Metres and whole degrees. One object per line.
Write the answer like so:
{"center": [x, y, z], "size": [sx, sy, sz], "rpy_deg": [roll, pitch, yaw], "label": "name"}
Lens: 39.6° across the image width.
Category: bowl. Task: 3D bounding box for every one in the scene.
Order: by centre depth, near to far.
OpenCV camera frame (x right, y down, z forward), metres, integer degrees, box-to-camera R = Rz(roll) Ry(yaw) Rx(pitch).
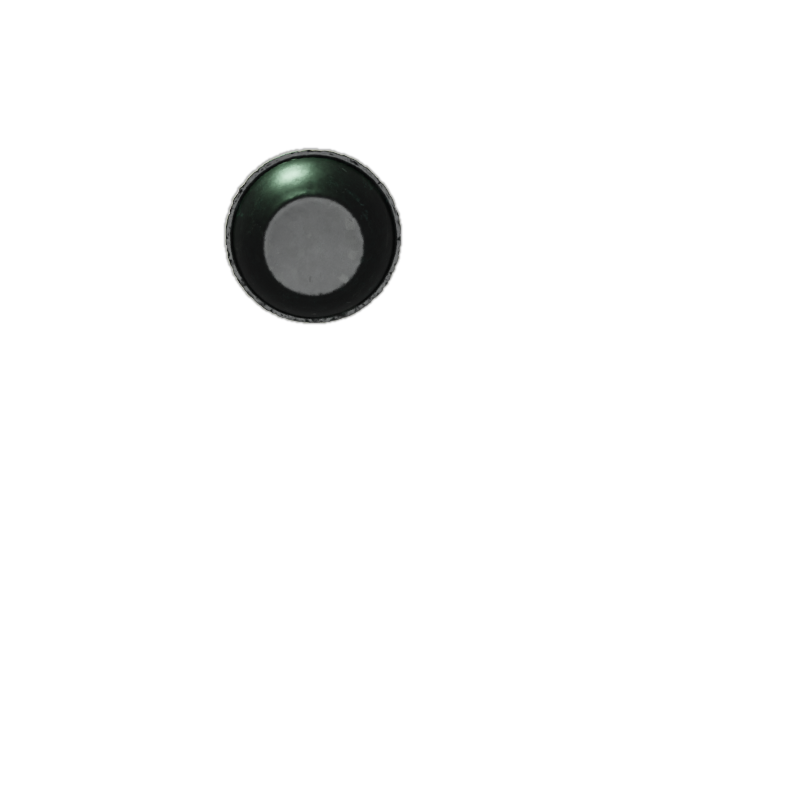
{"center": [-0.077, -0.141, 0.988], "size": [0.162, 0.158, 0.056], "rpy_deg": [0, 10, -1], "label": "bowl"}
